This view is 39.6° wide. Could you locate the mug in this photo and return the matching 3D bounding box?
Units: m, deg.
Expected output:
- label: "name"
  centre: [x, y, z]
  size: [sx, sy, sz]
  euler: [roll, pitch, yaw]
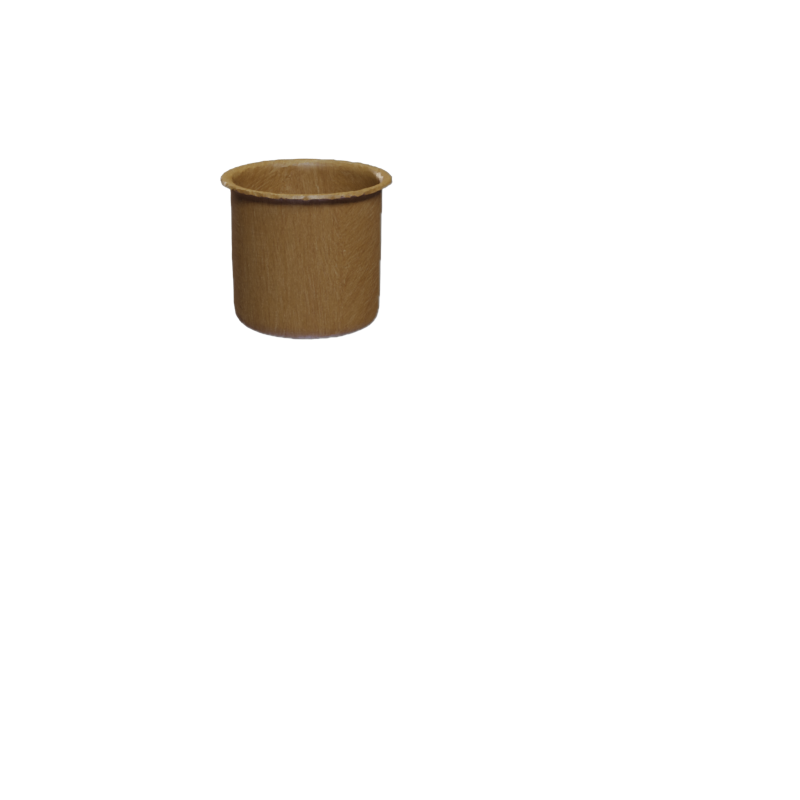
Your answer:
- label: "mug"
  centre: [-0.049, -0.089, 0.621]
  size: [0.095, 0.078, 0.120]
  euler: [6, 22, 14]
